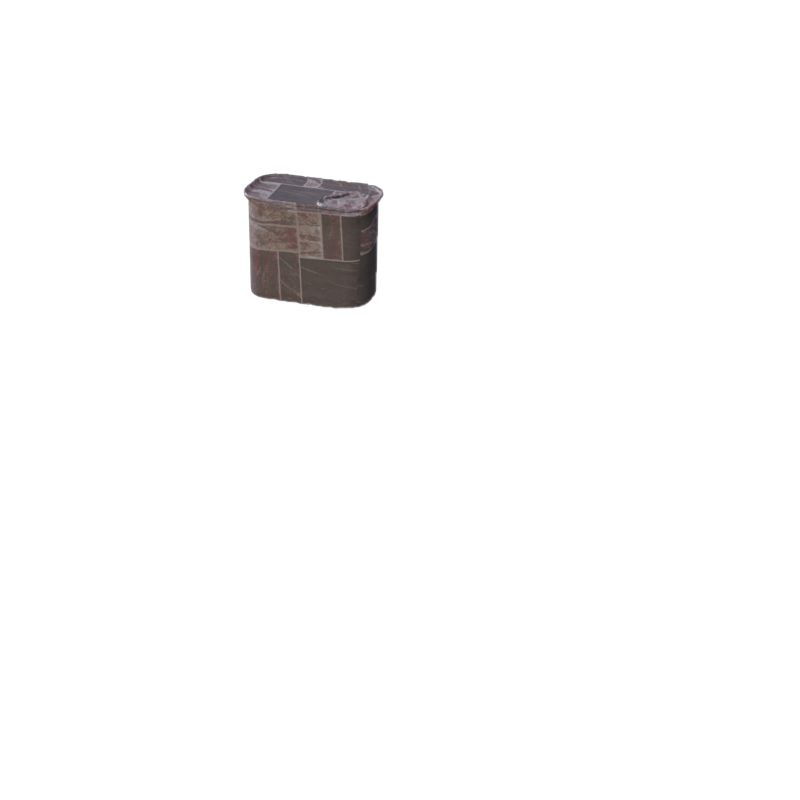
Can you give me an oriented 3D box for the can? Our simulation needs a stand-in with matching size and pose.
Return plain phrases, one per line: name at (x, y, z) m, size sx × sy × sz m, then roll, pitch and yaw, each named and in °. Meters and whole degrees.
can at (-0.066, -0.120, 0.842) m, size 0.105 × 0.079 × 0.059 m, roll 9°, pitch 27°, yaw 16°
